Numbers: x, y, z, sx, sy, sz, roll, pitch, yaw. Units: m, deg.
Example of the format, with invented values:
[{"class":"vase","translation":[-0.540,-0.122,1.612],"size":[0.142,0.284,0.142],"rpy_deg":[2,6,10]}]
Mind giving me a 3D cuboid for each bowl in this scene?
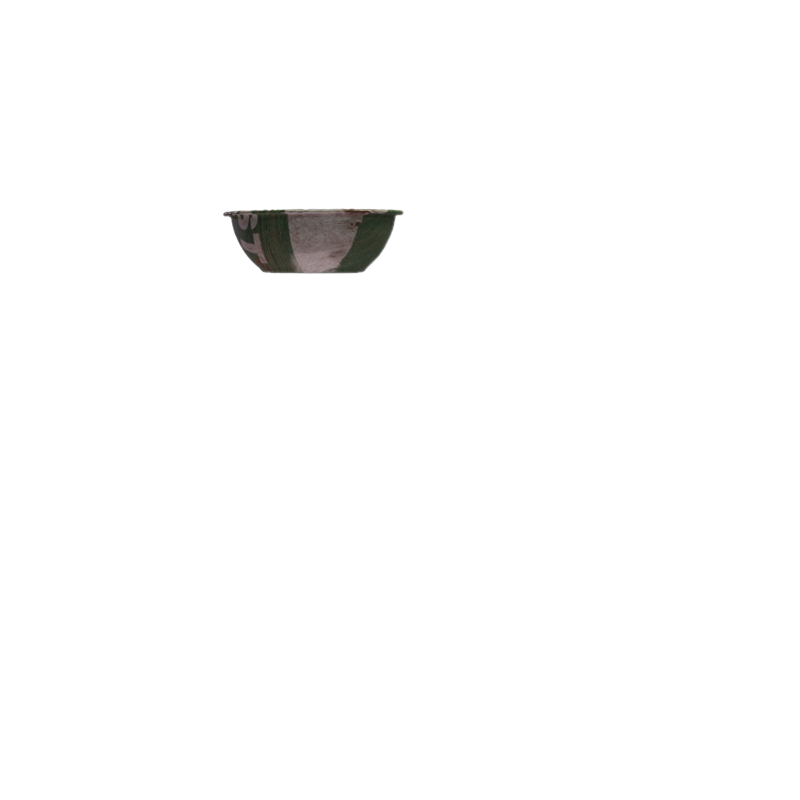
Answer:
[{"class":"bowl","translation":[-0.077,-0.141,0.990],"size":[0.162,0.055,0.164],"rpy_deg":[0,7,-2]}]
